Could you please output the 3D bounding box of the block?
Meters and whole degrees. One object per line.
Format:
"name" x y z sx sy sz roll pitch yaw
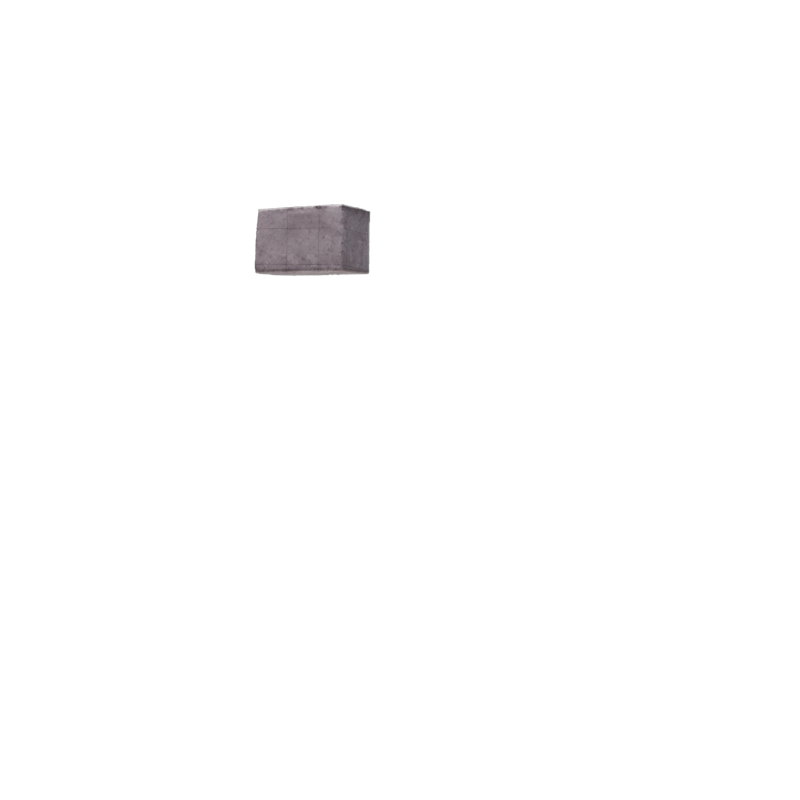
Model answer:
"block" -0.069 -0.125 0.875 0.080 0.052 0.051 0 0 26
